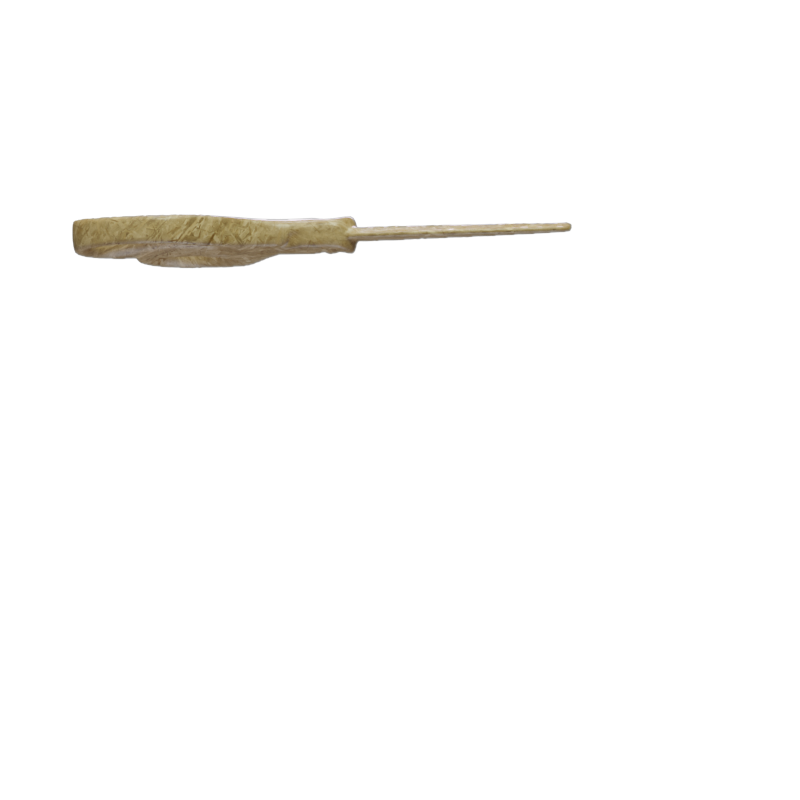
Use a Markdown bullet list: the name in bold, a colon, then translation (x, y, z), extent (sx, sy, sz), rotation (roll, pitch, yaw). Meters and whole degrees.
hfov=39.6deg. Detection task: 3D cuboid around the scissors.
- **scissors**: translation (-0.038, -0.068, 0.480), extent (0.201, 0.016, 0.096), rotation (0, 1, -3)
